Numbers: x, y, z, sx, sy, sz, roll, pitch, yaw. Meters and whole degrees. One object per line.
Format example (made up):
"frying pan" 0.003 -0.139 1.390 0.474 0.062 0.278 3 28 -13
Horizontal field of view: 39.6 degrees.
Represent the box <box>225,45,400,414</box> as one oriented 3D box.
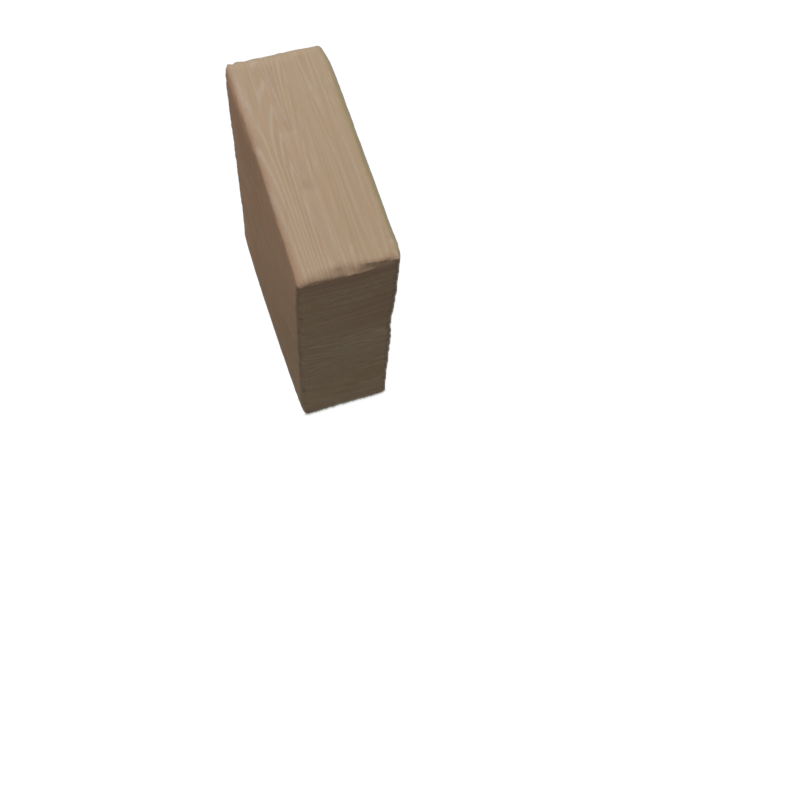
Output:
"box" -0.059 -0.107 0.747 0.071 0.175 0.202 -15 -22 -10
